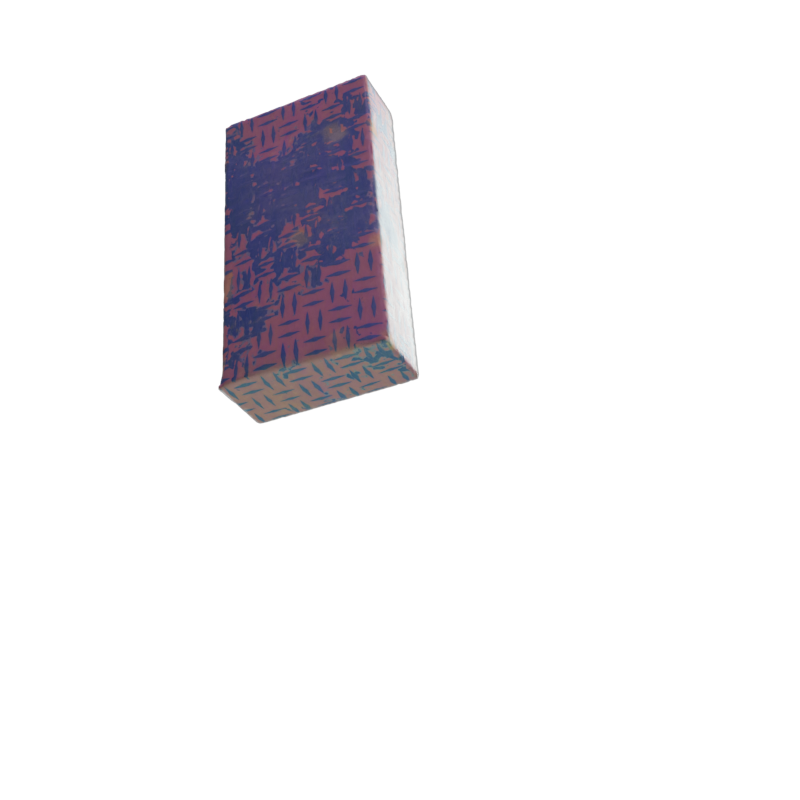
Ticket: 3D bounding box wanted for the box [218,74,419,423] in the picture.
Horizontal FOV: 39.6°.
[{"bbox_3d":[-0.046,-0.083,0.586,0.094,0.189,0.044,-17,-38,19],"label":"box"}]
